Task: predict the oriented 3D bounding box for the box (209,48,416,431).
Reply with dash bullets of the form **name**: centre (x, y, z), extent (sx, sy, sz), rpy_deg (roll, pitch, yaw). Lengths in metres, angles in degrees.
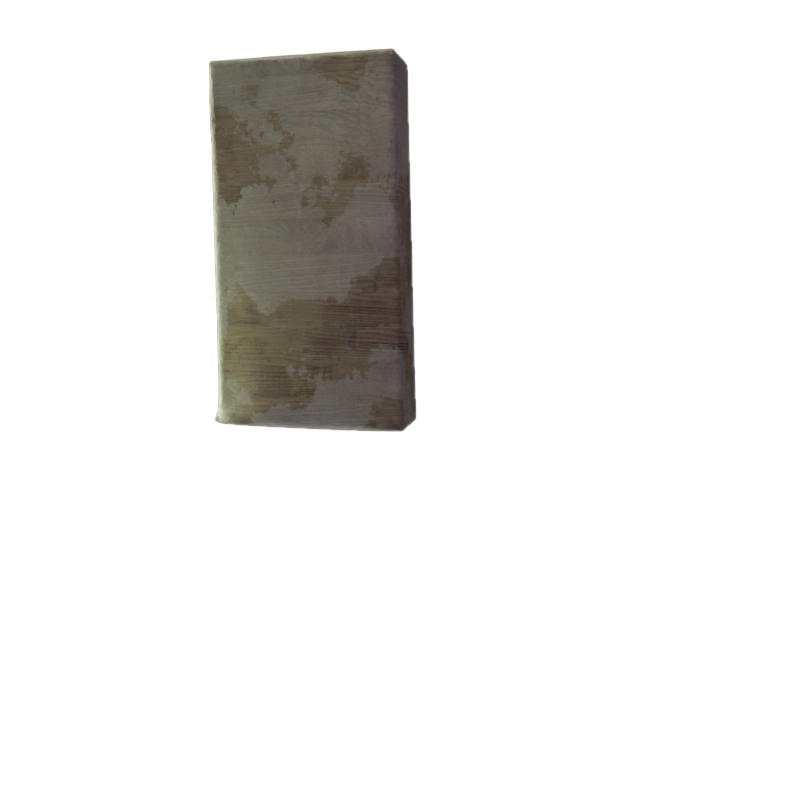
- **box**: centre (-0.042, -0.076, 0.534), extent (0.095, 0.177, 0.047), rpy_deg (0, -2, 14)
